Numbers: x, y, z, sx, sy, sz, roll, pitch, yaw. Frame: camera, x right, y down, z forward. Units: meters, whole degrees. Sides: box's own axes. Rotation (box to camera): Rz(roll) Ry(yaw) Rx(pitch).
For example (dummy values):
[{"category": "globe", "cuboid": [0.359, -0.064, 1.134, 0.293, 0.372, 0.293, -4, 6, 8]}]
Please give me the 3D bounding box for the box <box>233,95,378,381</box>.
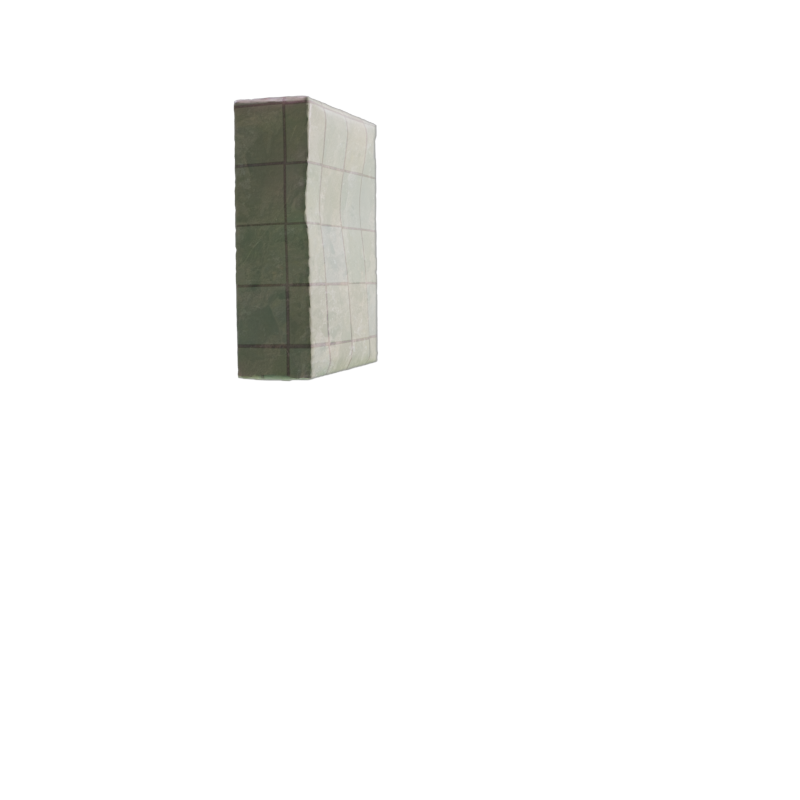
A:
[{"category": "box", "cuboid": [-0.071, -0.129, 0.903, 0.074, 0.214, 0.160, -1, 1, 18]}]
